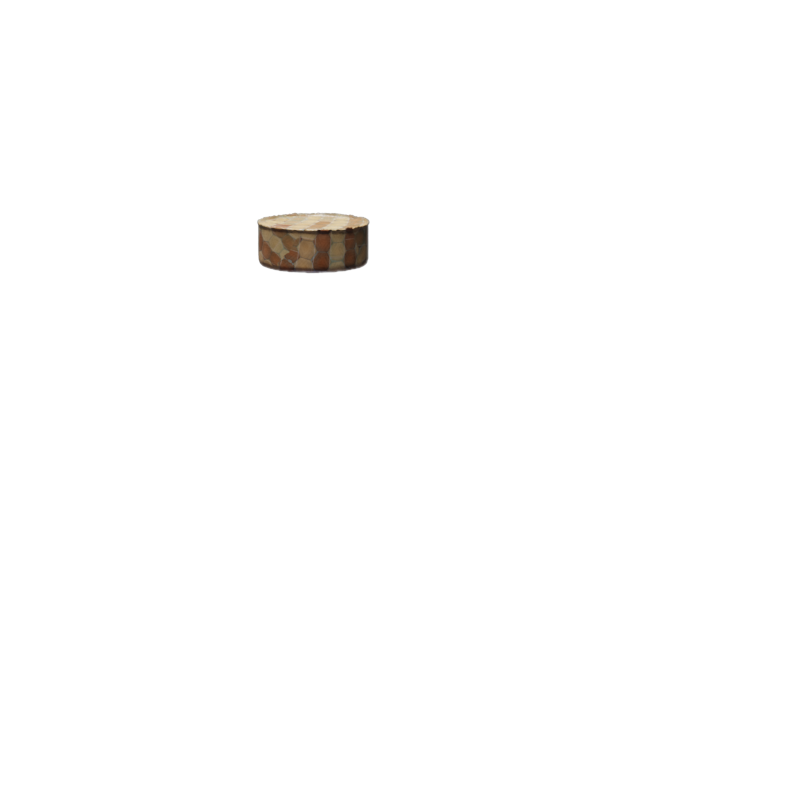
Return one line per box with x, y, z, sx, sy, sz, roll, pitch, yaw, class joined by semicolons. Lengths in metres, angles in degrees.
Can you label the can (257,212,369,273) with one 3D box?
-0.066;-0.121;0.847;0.086;0.033;0.089;0;16;-2;can
